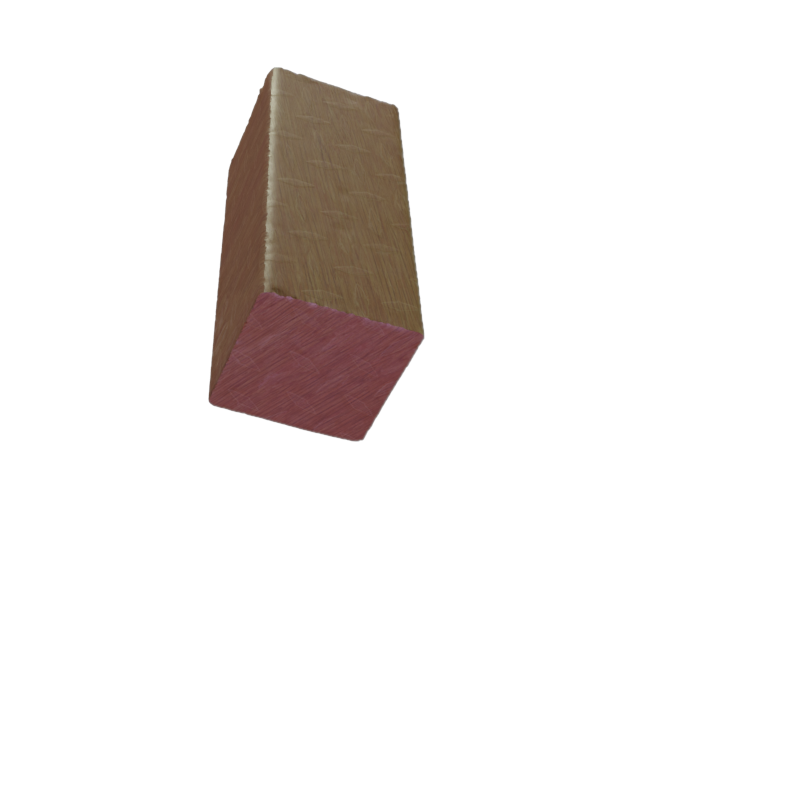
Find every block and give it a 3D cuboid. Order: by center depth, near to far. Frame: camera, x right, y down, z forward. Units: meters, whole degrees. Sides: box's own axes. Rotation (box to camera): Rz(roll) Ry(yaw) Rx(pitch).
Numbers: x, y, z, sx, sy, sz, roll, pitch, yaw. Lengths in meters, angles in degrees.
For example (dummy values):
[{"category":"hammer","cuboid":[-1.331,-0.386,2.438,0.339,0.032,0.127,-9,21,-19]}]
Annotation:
[{"category":"block","cuboid":[-0.051,-0.092,0.643,0.088,0.221,0.087,15,-48,-17]}]
